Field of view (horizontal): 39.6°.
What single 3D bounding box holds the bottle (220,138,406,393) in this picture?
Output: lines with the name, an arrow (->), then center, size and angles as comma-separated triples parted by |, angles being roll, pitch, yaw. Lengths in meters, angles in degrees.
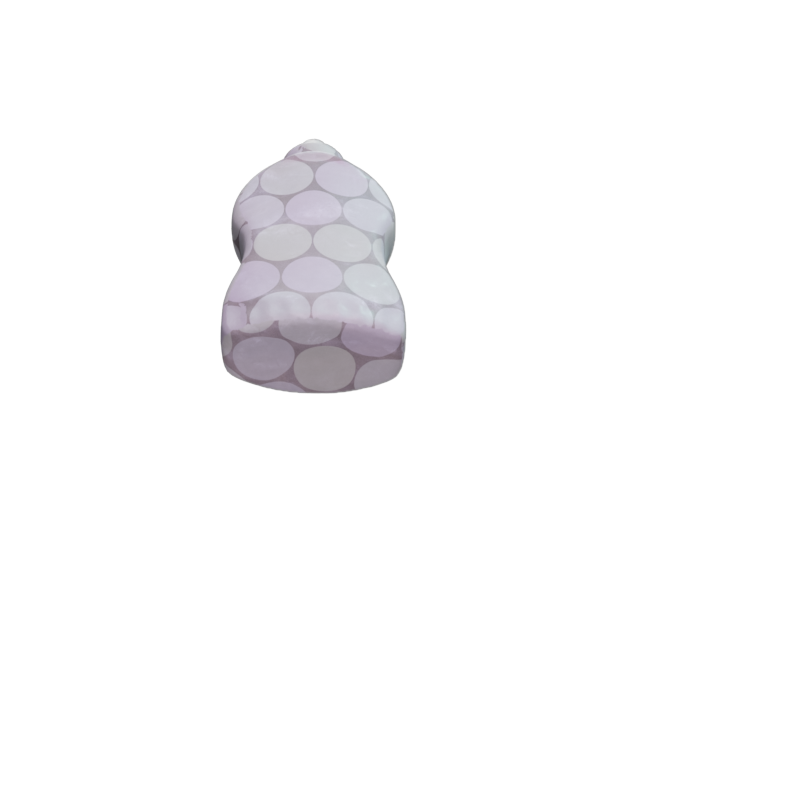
bottle -> -0.050, -0.091, 0.640 | 0.096, 0.054, 0.206 | -2, 44, -2
